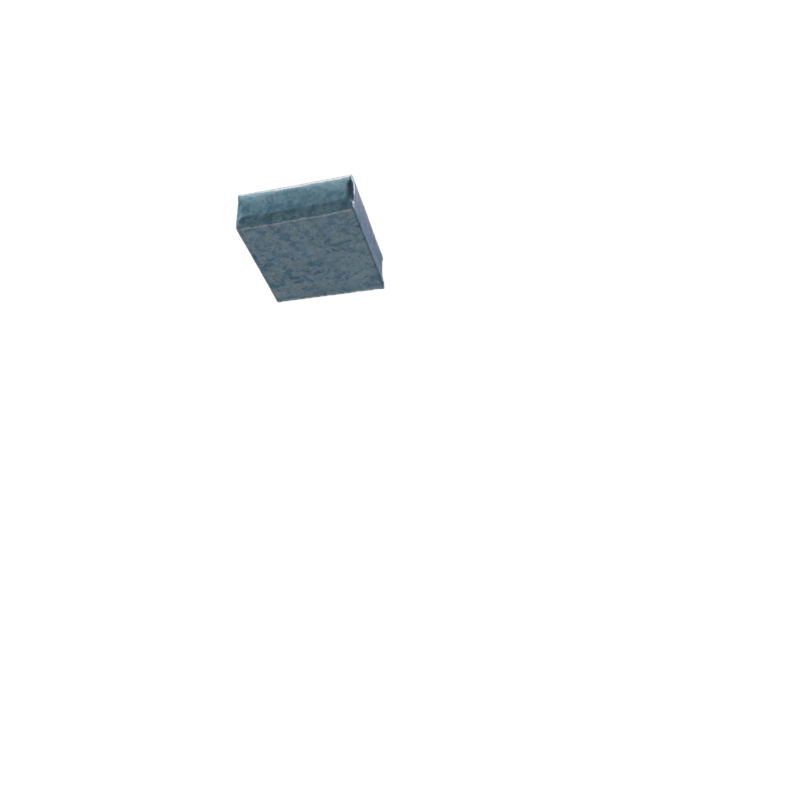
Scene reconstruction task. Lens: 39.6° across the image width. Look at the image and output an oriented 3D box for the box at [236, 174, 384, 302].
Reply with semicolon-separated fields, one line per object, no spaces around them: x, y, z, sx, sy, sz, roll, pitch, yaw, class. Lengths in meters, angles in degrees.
-0.054;-0.099;0.695;0.074;0.032;0.083;-8;-31;12;box
